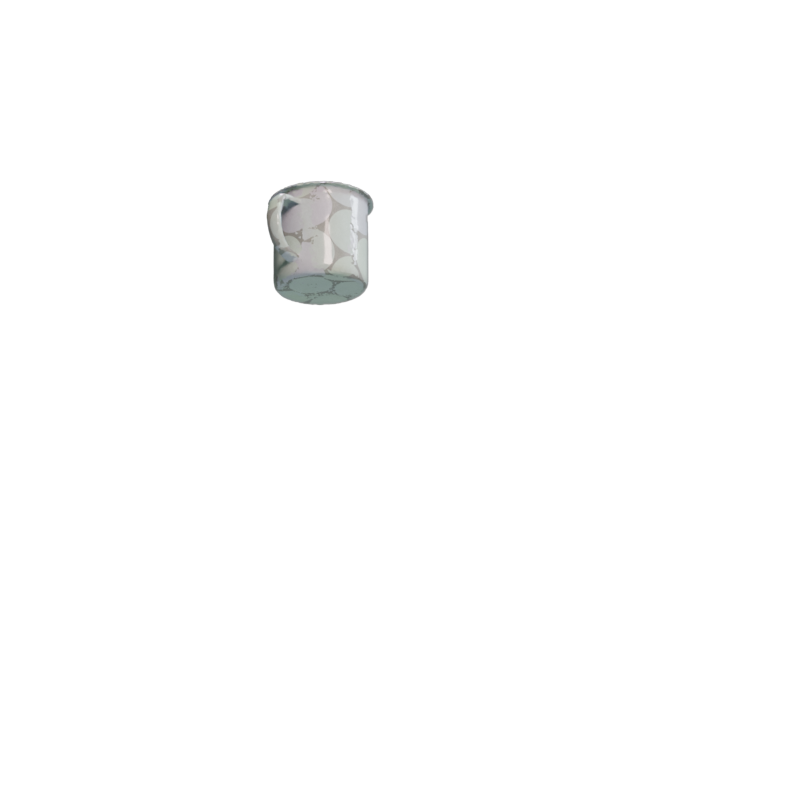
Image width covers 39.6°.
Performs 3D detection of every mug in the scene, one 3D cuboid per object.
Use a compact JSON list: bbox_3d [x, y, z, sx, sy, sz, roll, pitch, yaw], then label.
[{"bbox_3d":[-0.074,-0.136,0.950,0.095,0.086,0.109,-12,-23,28],"label":"mug"}]
